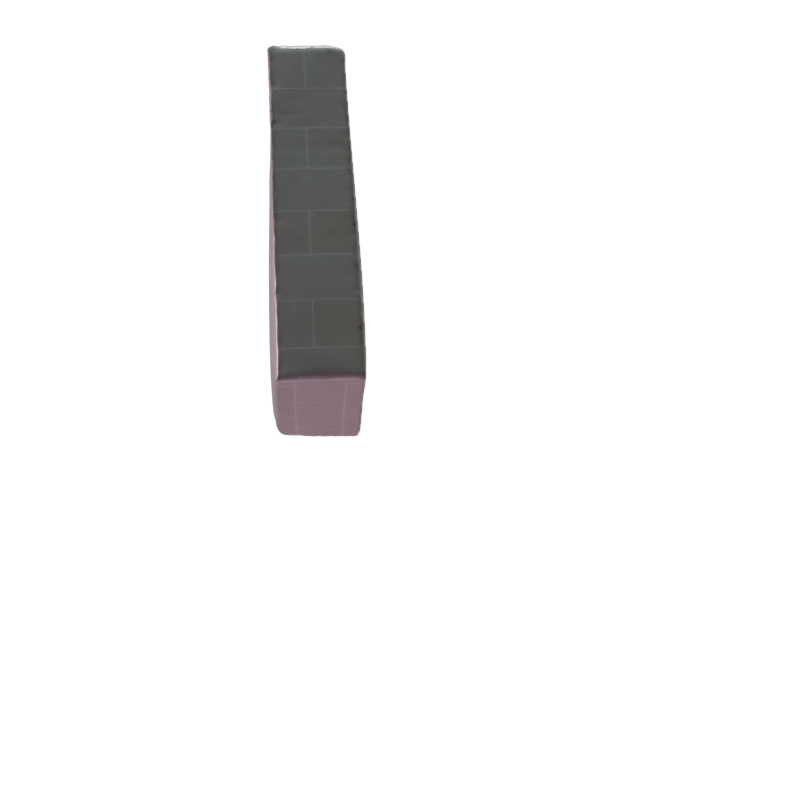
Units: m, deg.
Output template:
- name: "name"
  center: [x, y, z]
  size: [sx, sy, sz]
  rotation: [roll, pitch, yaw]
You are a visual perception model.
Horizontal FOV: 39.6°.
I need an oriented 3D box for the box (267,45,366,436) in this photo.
- name: "box"
  center: [-0.043, -0.079, 0.551]
  size: [0.048, 0.186, 0.089]
  rotation: [0, -23, -4]
